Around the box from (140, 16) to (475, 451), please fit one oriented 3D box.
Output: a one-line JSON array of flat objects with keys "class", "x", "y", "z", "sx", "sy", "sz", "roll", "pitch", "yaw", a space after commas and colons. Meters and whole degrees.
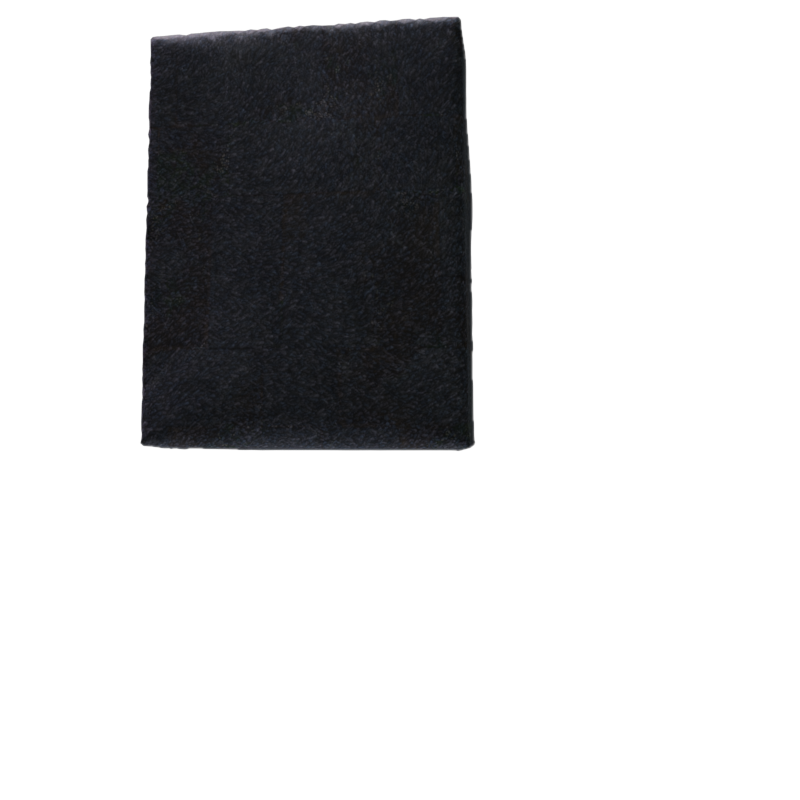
[{"class": "box", "x": -0.045, "y": -0.083, "z": 0.578, "sx": 0.166, "sy": 0.219, "sz": 0.069, "roll": -2, "pitch": -9, "yaw": 9}]
